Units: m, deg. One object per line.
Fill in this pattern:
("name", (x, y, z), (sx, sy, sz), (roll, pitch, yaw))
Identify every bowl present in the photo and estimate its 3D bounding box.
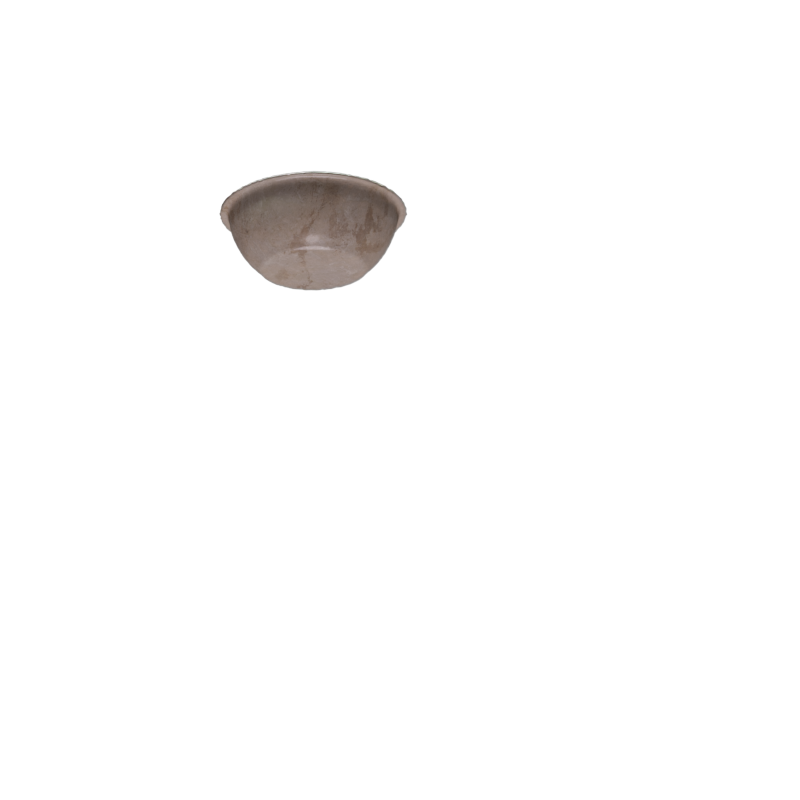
("bowl", (-0.075, -0.136, 0.952), (0.162, 0.058, 0.155), (0, -18, -2))
